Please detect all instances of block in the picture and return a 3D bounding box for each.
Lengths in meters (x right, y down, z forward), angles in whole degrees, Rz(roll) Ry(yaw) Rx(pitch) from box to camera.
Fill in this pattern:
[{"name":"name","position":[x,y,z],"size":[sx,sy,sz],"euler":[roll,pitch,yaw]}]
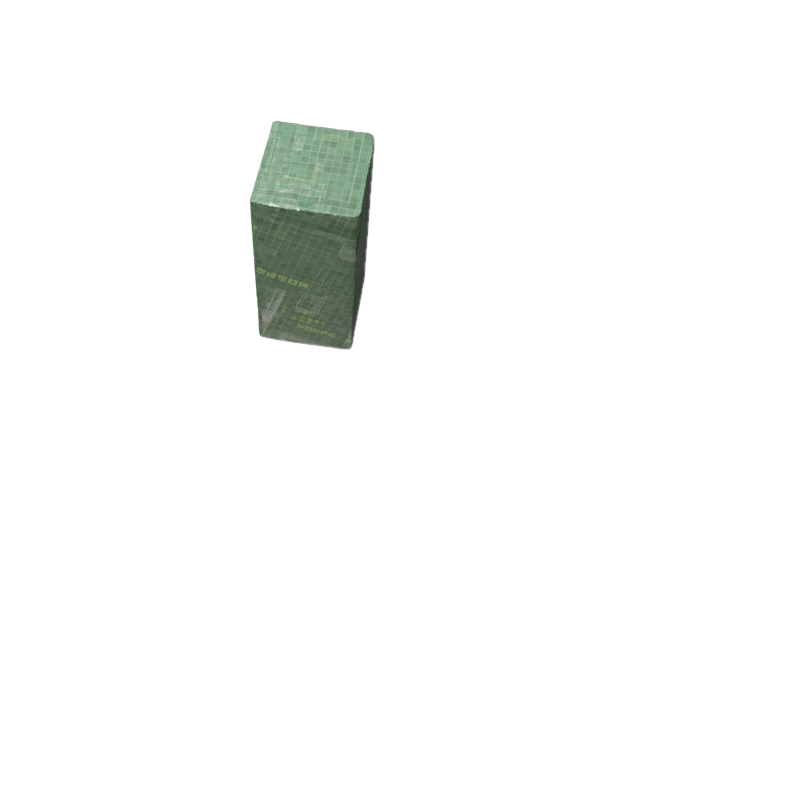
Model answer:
[{"name":"block","position":[-0.076,-0.139,0.978],"size":[0.091,0.096,0.193],"euler":[9,-31,2]}]
